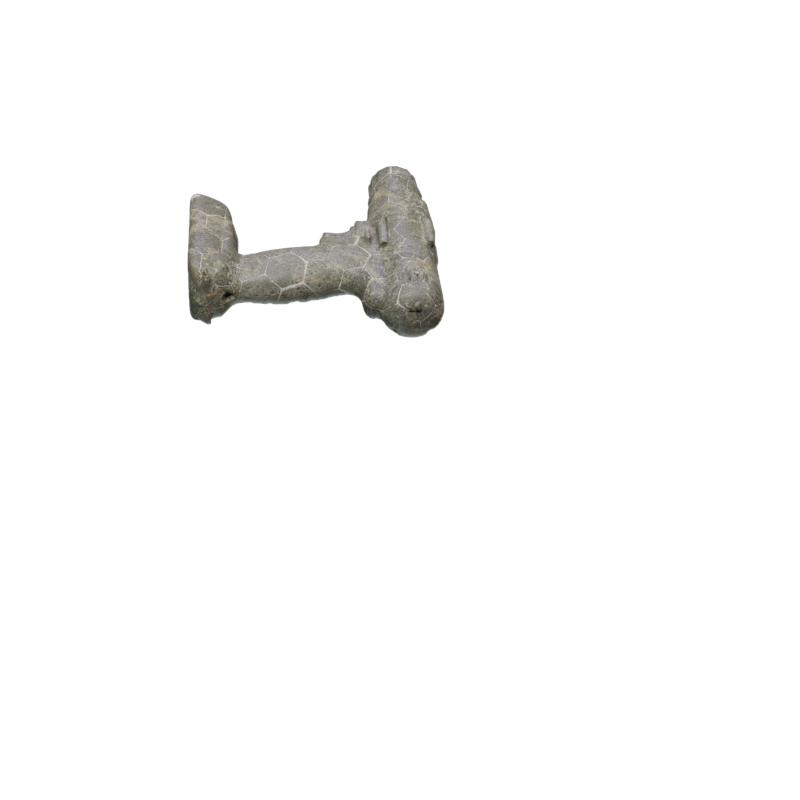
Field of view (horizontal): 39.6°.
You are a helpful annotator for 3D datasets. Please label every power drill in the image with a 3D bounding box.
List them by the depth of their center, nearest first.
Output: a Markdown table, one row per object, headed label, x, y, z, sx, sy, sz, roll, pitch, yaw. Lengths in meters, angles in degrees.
| label | x | y | z | sx | sy | sz | roll | pitch | yaw |
| --- | --- | --- | --- | --- | --- | --- | --- | --- | --- |
| power drill | -0.066 | -0.120 | 0.839 | 0.187 | 0.054 | 0.198 | -3 | 40 | -3 |
